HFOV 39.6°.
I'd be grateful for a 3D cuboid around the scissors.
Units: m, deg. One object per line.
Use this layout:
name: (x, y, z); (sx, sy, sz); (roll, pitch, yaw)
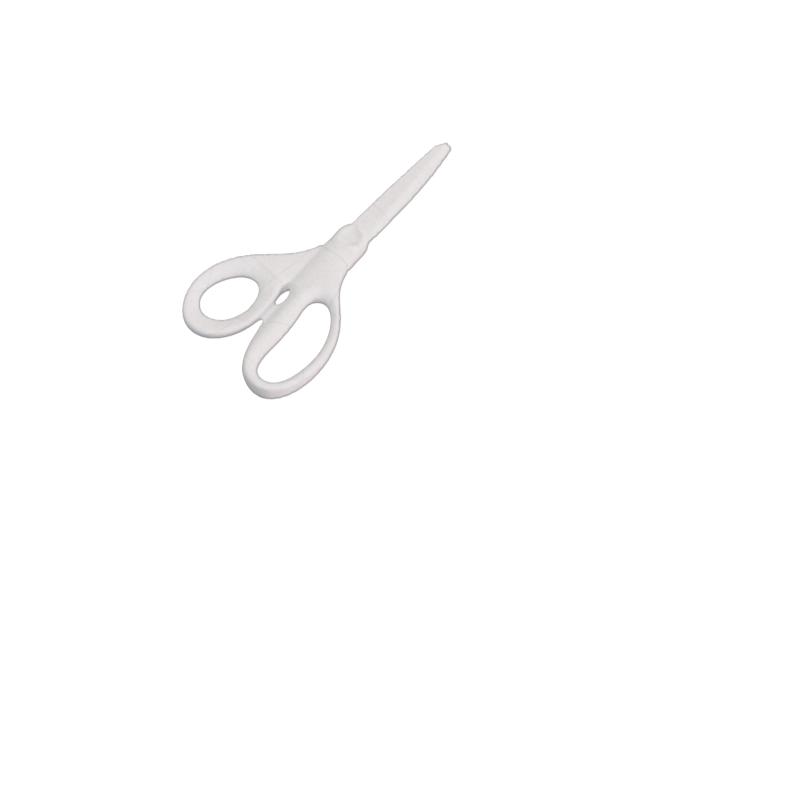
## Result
scissors: (-0.049, -0.090, 0.627); (0.099, 0.210, 0.015); (17, -33, 12)
